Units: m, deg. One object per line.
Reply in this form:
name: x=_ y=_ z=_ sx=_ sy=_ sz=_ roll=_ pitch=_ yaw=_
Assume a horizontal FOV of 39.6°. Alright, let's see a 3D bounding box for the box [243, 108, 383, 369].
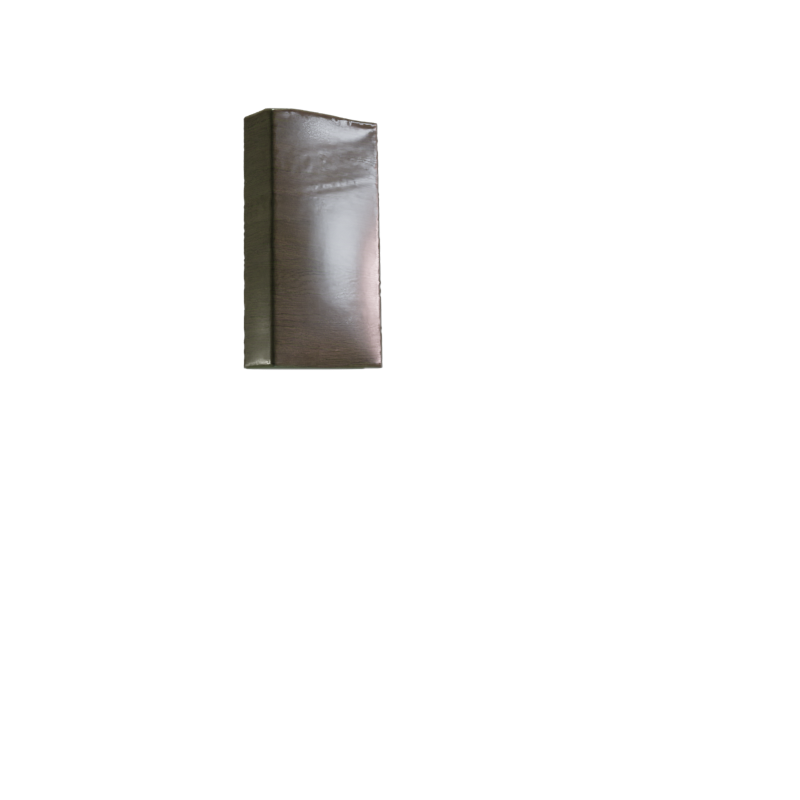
box: x=-0.060 y=-0.110 z=0.768 sx=0.090 sy=0.179 sz=0.049 roll=3 pitch=-7 yaw=-35
